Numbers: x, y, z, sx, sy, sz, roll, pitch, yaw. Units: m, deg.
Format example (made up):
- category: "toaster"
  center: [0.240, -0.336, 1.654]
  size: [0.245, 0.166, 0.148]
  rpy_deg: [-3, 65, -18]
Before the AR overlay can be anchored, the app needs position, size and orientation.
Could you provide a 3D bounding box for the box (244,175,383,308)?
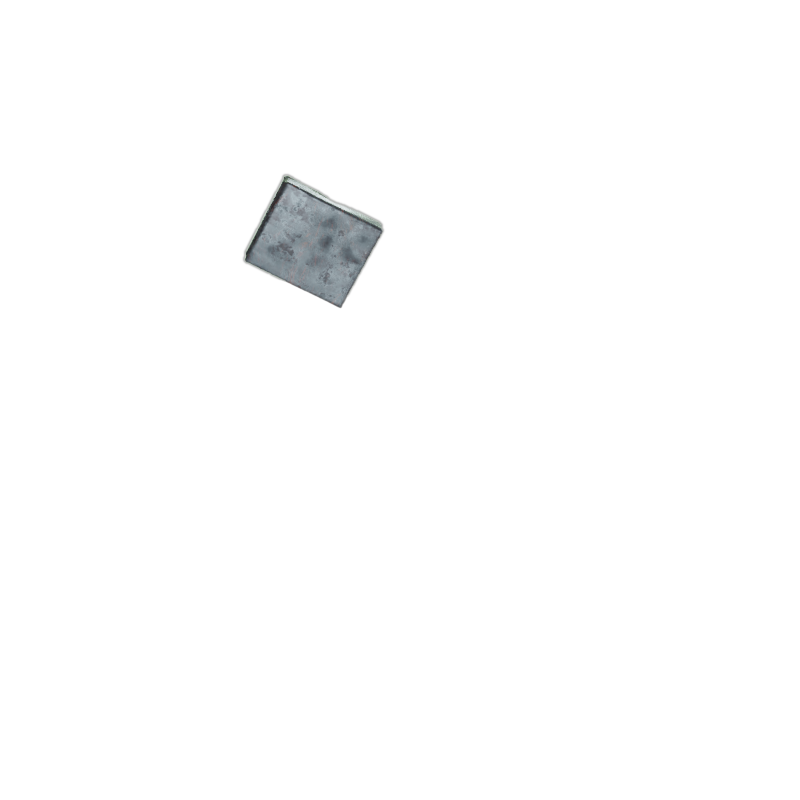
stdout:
- category: "box"
  center: [-0.069, -0.126, 0.881]
  size: [0.088, 0.072, 0.031]
  rpy_deg: [26, 14, -8]
